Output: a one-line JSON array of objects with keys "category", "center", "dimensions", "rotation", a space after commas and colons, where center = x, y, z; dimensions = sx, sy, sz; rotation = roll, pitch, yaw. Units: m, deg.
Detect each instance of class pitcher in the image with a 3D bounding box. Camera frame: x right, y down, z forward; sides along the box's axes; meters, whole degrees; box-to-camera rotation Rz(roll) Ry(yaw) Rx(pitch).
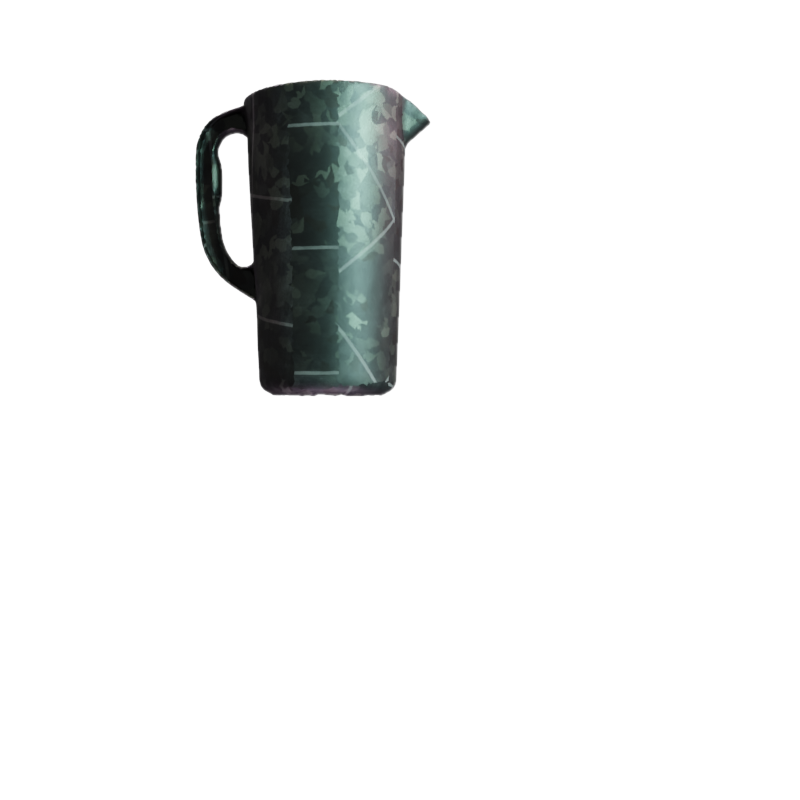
[{"category": "pitcher", "center": [-0.069, -0.127, 0.886], "dimensions": [0.138, 0.247, 0.154], "rotation": [4, -7, -43]}]
